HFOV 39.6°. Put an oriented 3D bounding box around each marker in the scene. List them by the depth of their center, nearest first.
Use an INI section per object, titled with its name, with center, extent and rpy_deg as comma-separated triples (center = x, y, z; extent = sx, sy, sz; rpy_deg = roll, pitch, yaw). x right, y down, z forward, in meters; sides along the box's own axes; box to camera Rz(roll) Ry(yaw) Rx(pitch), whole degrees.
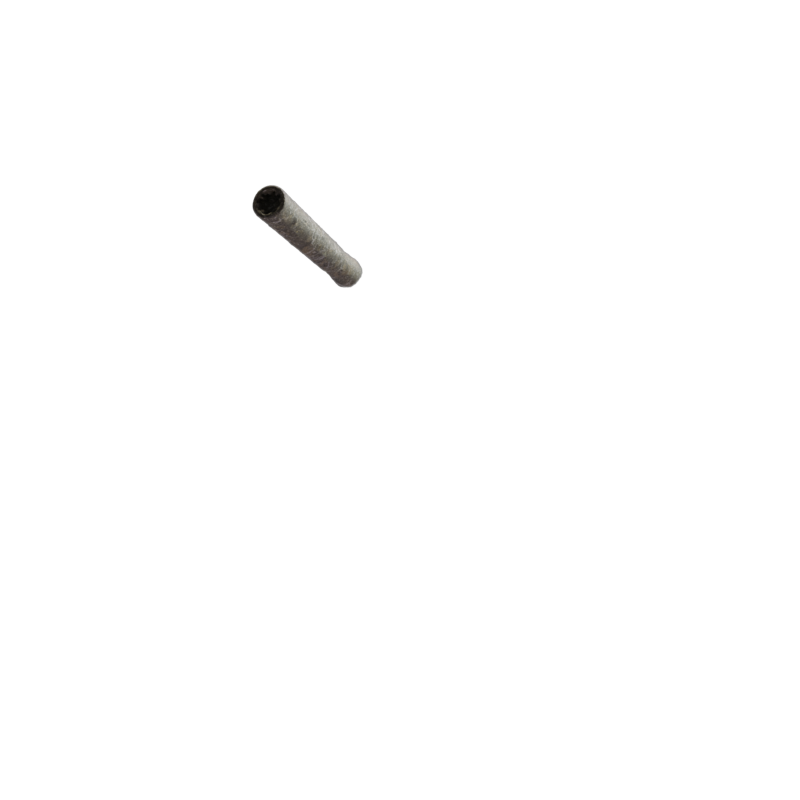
[marker]
center = -0.048, -0.088, 0.616
extent = 0.020, 0.020, 0.114
rpy_deg = 2, -13, 21
